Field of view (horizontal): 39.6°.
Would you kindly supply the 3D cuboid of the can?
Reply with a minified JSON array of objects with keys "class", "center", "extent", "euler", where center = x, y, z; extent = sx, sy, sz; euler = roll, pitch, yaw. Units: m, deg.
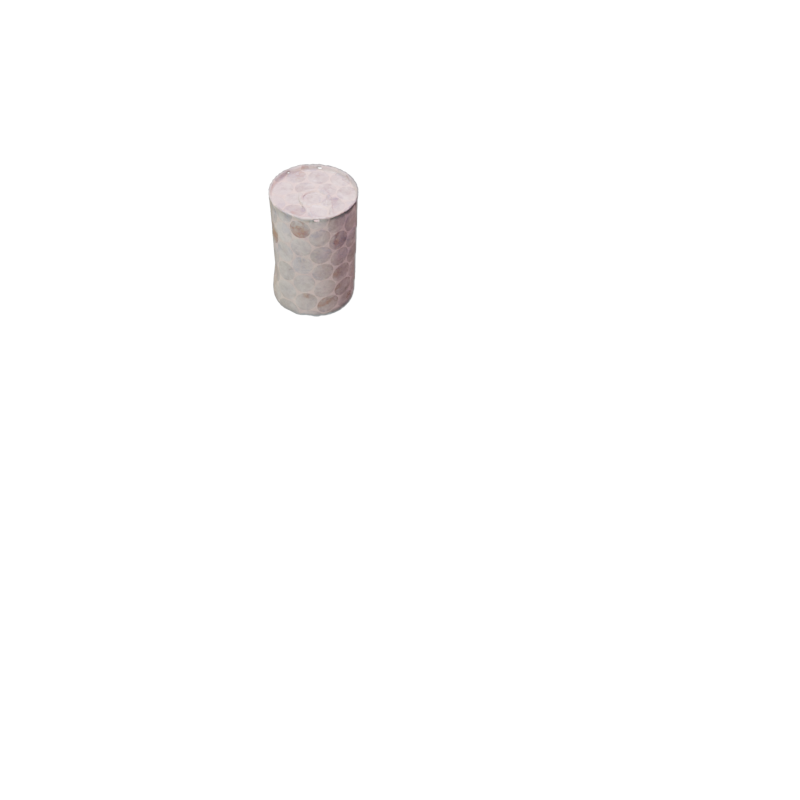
[{"class":"can","center":[-0.068,-0.124,0.867],"extent":[0.068,0.095,0.074],"euler":[0,43,-3]}]
